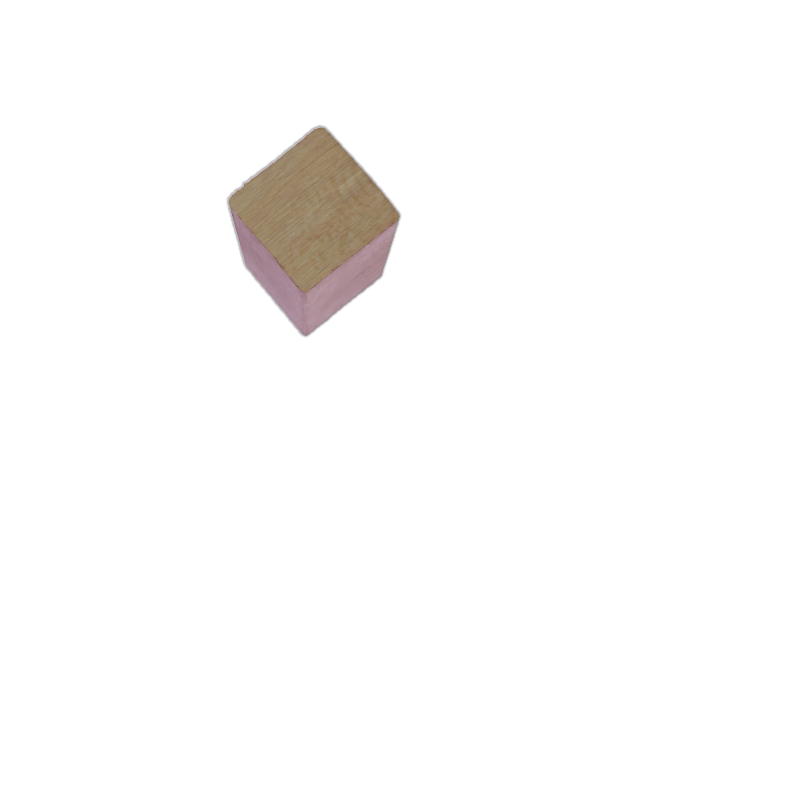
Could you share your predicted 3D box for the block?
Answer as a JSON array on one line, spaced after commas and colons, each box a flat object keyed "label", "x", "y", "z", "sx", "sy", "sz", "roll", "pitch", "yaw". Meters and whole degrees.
[{"label": "block", "x": -0.068, "y": -0.125, "z": 0.871, "sx": 0.091, "sy": 0.092, "sz": 0.202, "roll": -40, "pitch": -2, "yaw": -7}]
